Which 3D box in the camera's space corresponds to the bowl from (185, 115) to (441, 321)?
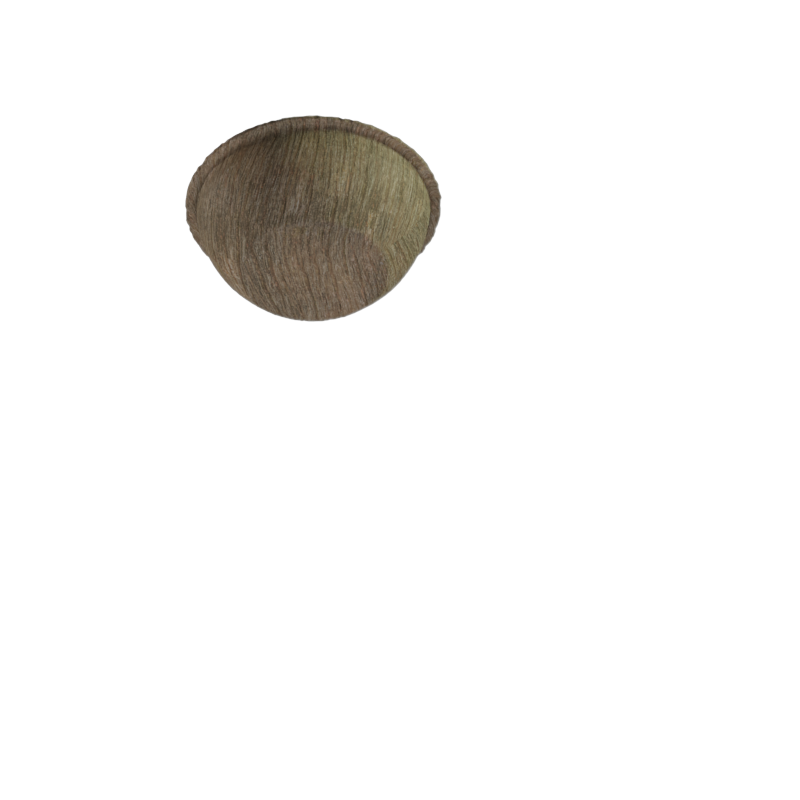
[{"bbox_3d":[-0.054,-0.098,0.685,0.162,0.059,0.151,1,-38,-1],"label":"bowl"}]
